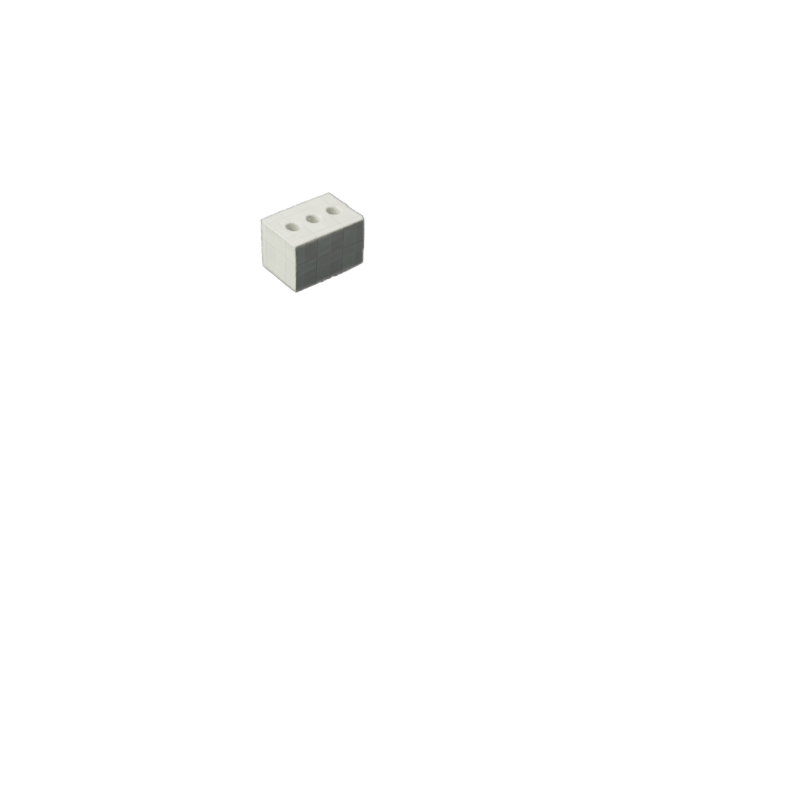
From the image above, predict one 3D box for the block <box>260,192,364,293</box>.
[{"bbox_3d":[-0.076,-0.139,0.973,0.078,0.048,0.057,-27,47,-30],"label":"block"}]
